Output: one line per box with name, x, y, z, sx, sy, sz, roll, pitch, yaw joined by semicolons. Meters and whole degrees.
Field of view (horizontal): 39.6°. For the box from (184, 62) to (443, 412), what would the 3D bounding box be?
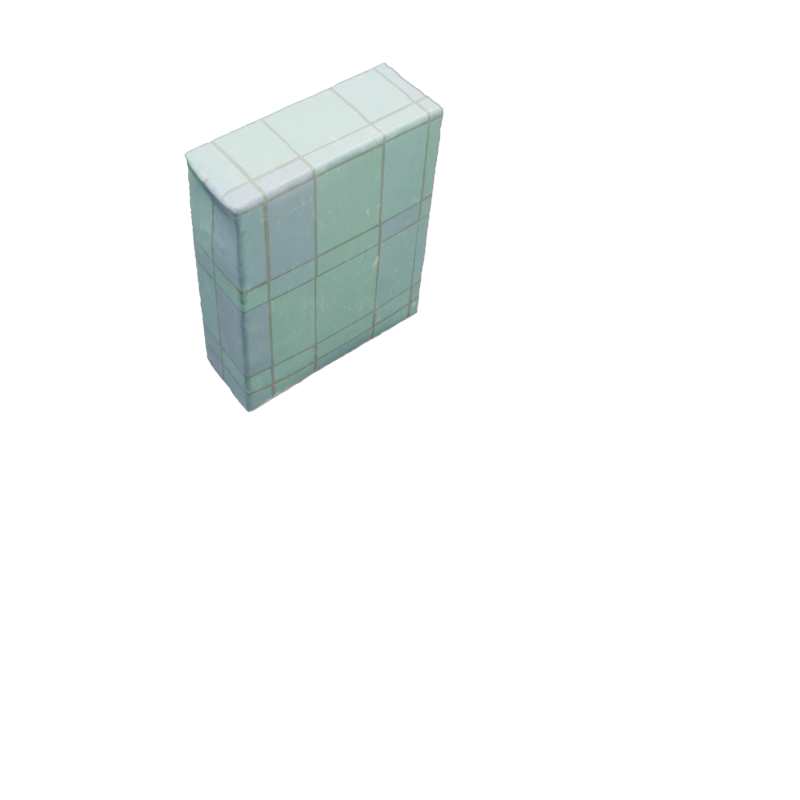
box;-0.061;-0.111;0.780;0.164;0.077;0.199;-31;-31;-25
